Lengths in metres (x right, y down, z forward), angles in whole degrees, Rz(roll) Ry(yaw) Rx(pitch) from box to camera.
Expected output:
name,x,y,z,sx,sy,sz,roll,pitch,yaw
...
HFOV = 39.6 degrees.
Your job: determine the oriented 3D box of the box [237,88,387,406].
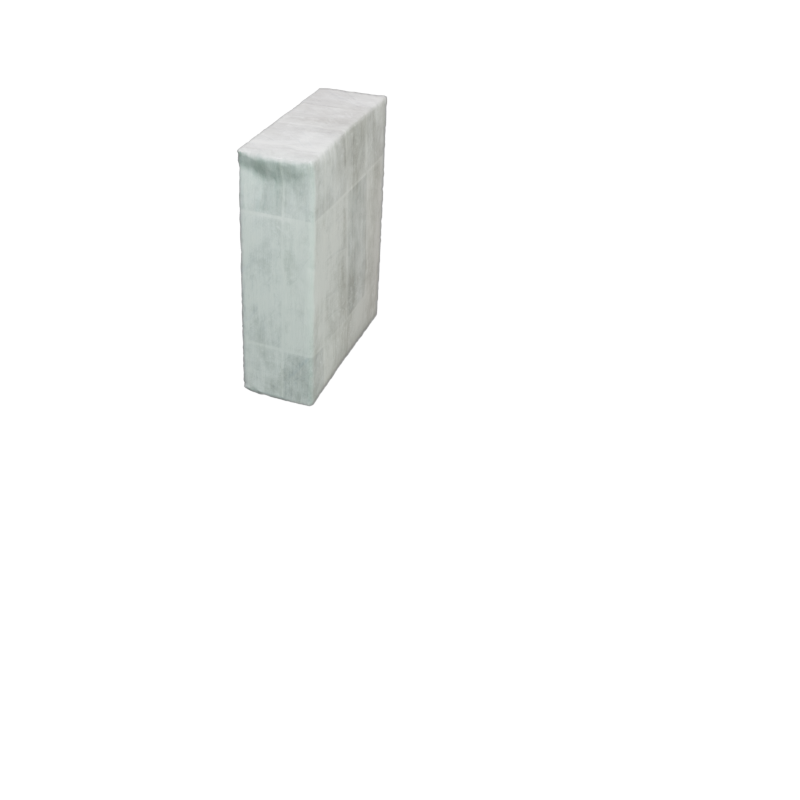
name,x,y,z,sx,sy,sz,roll,pitch,yaw
box,-0.072,-0.131,0.915,0.074,0.202,0.169,10,31,15
